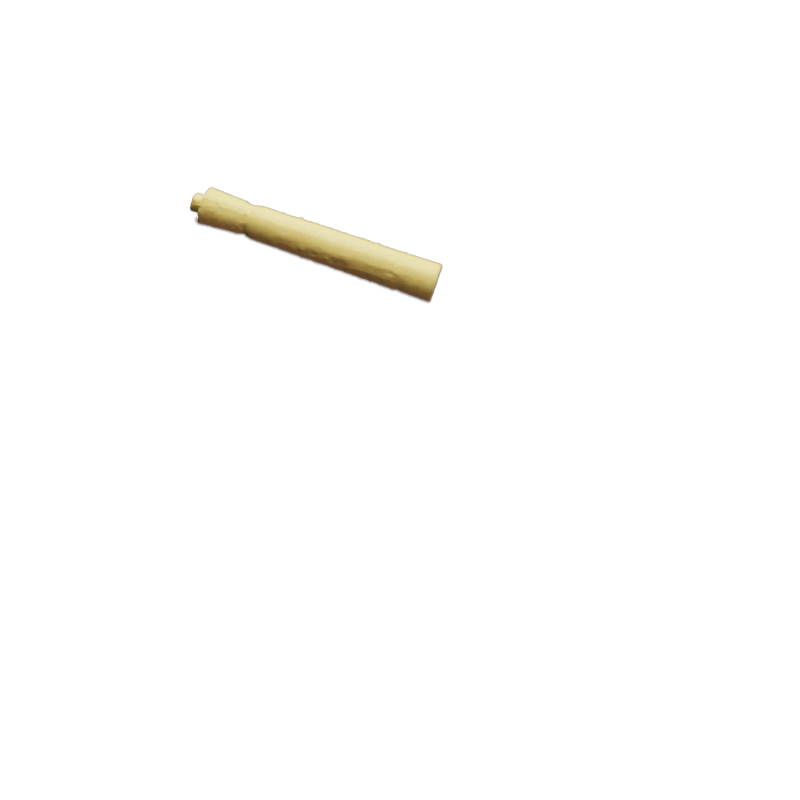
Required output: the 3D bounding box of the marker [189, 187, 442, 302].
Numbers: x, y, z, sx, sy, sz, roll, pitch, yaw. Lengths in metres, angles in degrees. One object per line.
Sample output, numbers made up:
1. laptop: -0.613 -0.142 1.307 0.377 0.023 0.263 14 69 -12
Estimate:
1. marker: -0.041 -0.074 0.517 0.123 0.020 0.020 20 6 7
